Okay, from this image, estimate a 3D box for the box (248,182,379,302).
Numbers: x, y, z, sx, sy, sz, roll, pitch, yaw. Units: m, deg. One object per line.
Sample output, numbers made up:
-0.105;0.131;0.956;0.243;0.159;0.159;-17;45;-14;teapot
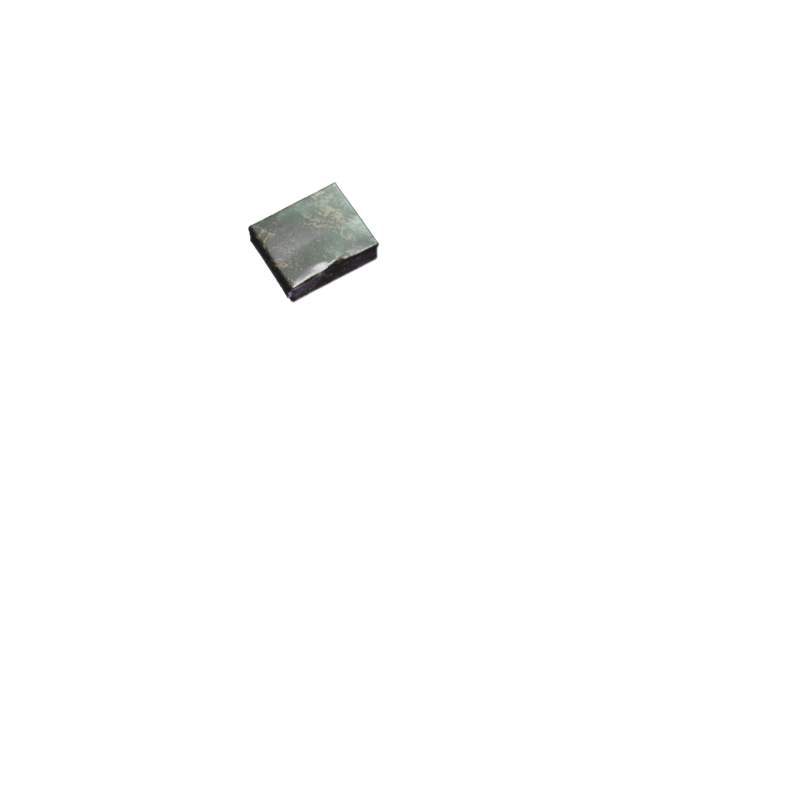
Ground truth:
-0.074;-0.135;0.947;0.089;0.078;0.028;-28;-24;-15;box
